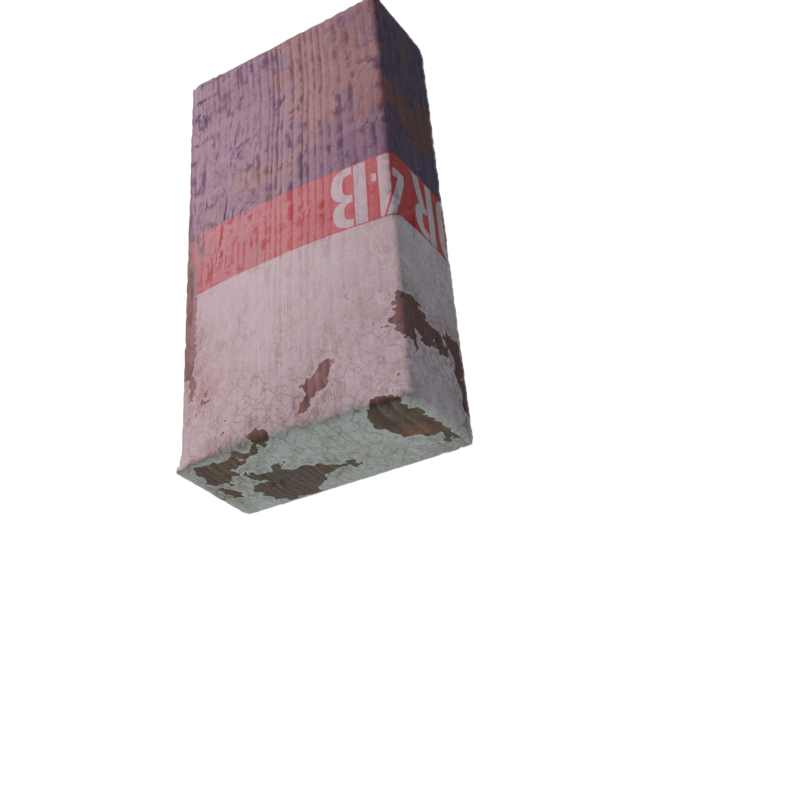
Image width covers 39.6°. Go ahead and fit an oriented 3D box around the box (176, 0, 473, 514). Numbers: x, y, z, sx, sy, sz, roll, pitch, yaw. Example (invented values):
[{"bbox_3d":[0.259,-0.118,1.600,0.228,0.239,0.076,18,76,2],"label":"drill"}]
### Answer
[{"bbox_3d":[-0.031,-0.058,0.405,0.094,0.189,0.044,-21,-39,24],"label":"box"}]
